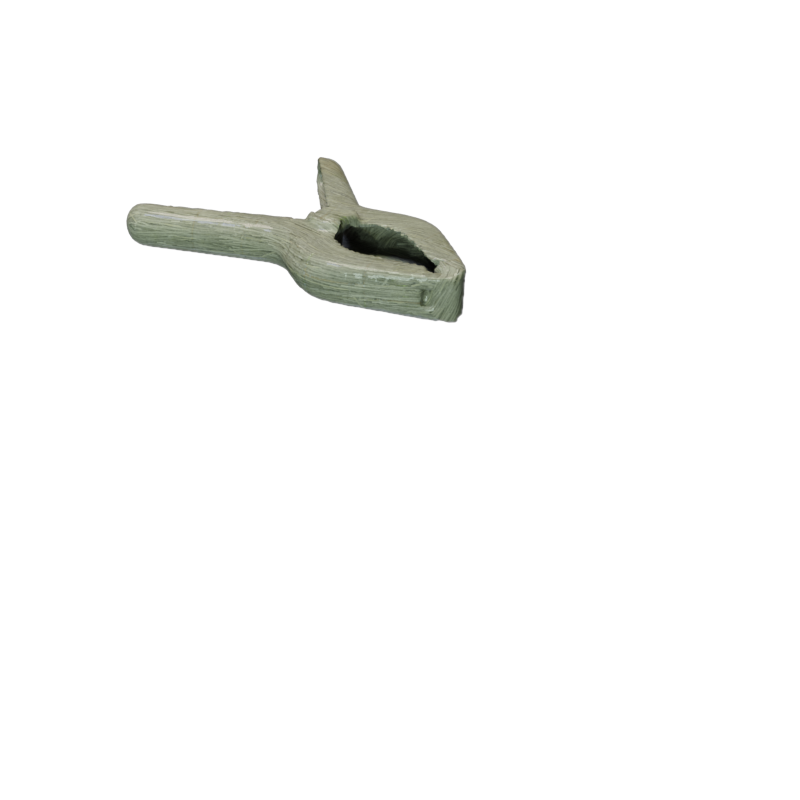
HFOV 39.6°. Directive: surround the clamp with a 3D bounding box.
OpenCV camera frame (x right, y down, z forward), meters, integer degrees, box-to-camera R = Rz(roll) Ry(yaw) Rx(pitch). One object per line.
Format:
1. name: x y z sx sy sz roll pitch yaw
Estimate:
1. clamp: -0.051 -0.093 0.649 0.162 0.034 0.225 -19 35 -30
